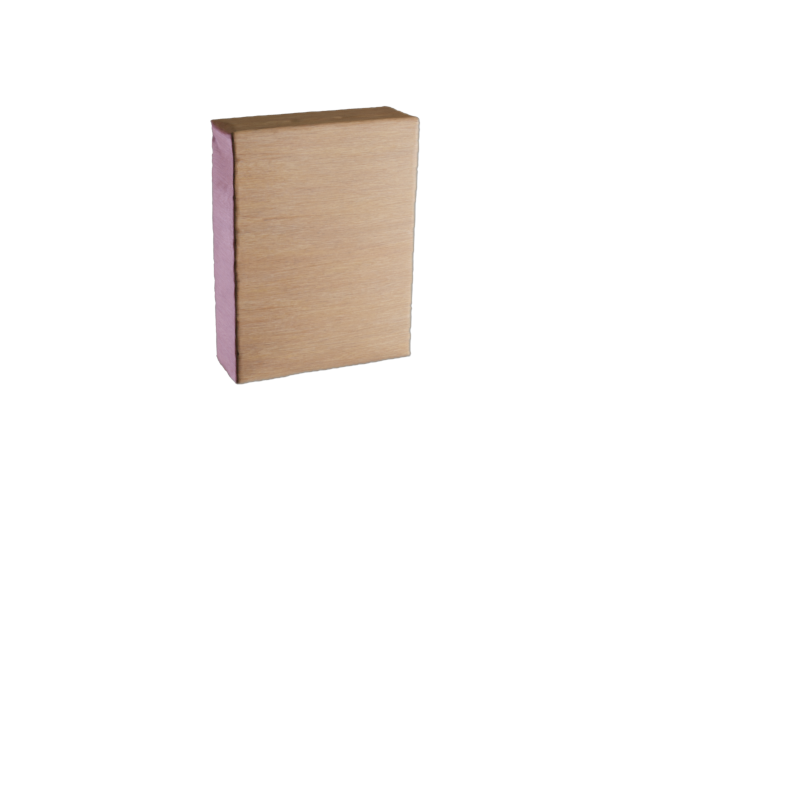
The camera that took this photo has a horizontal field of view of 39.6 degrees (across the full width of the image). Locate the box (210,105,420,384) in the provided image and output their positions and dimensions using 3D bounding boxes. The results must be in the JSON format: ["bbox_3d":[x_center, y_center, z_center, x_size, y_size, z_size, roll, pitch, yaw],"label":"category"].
[{"bbox_3d":[-0.073,-0.133,0.933,0.161,0.205,0.076,-8,21,-23],"label":"box"}]
